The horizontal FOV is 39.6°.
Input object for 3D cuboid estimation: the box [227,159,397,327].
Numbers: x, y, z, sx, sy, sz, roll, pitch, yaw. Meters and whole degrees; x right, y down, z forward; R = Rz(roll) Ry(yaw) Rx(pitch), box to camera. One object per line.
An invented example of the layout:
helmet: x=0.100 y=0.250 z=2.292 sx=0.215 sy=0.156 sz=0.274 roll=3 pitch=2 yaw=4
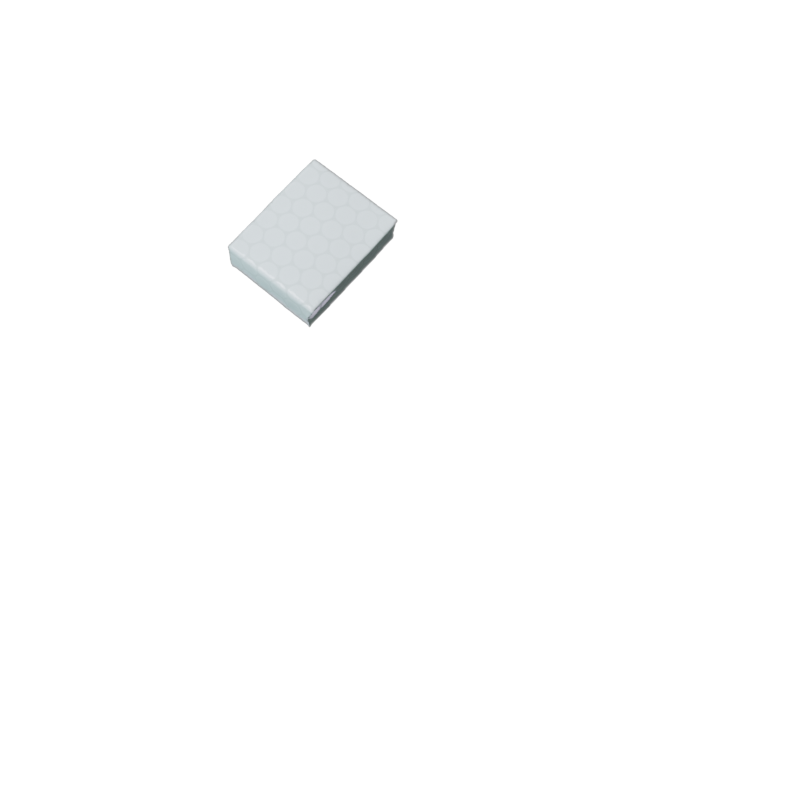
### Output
box: x=-0.071 y=-0.130 z=0.910 sx=0.093 sy=0.115 sz=0.037 roll=36 pitch=-19 yaw=14
